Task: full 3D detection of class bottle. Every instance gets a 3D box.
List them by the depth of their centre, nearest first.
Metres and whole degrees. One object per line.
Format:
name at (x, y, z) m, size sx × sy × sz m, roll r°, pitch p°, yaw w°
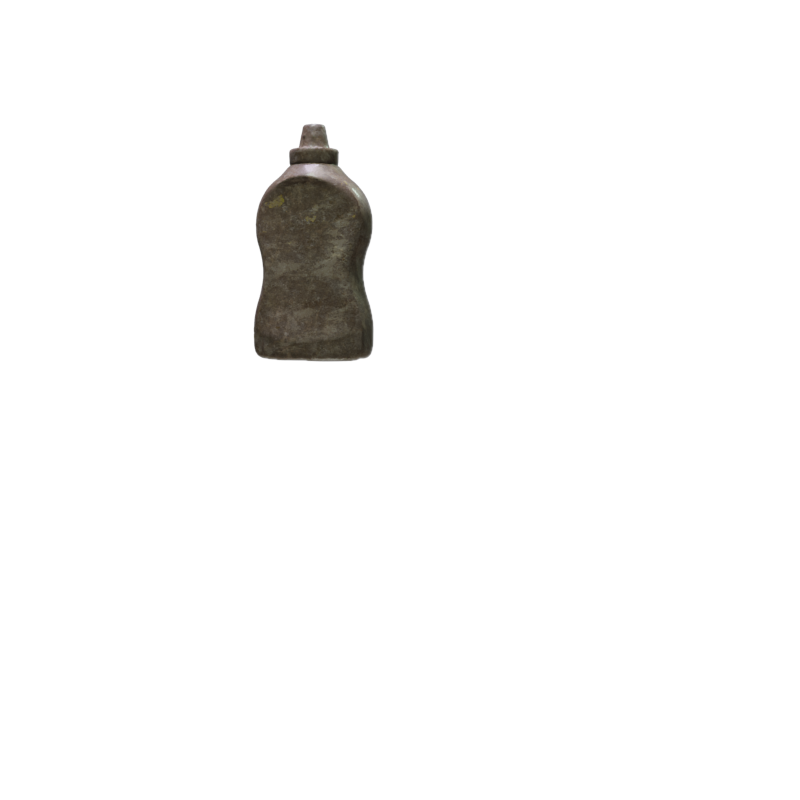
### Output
bottle at (-0.071, -0.129, 0.906) m, size 0.099 × 0.192 × 0.057 m, roll 0°, pitch -1°, yaw 22°
